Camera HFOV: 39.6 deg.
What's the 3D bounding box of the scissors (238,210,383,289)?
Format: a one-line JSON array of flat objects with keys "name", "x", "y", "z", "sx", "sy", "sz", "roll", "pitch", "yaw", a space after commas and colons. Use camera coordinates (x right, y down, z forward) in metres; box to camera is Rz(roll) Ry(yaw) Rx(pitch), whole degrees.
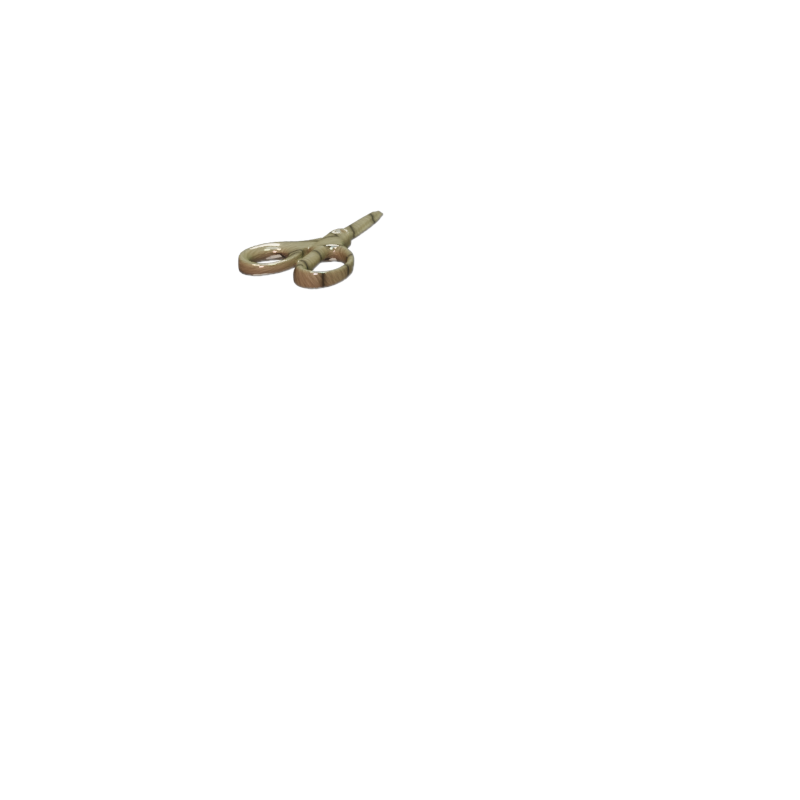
[{"name": "scissors", "x": -0.069, "y": -0.126, "z": 0.882, "sx": 0.097, "sy": 0.015, "sz": 0.209, "roll": 2, "pitch": 23, "yaw": 4}]
